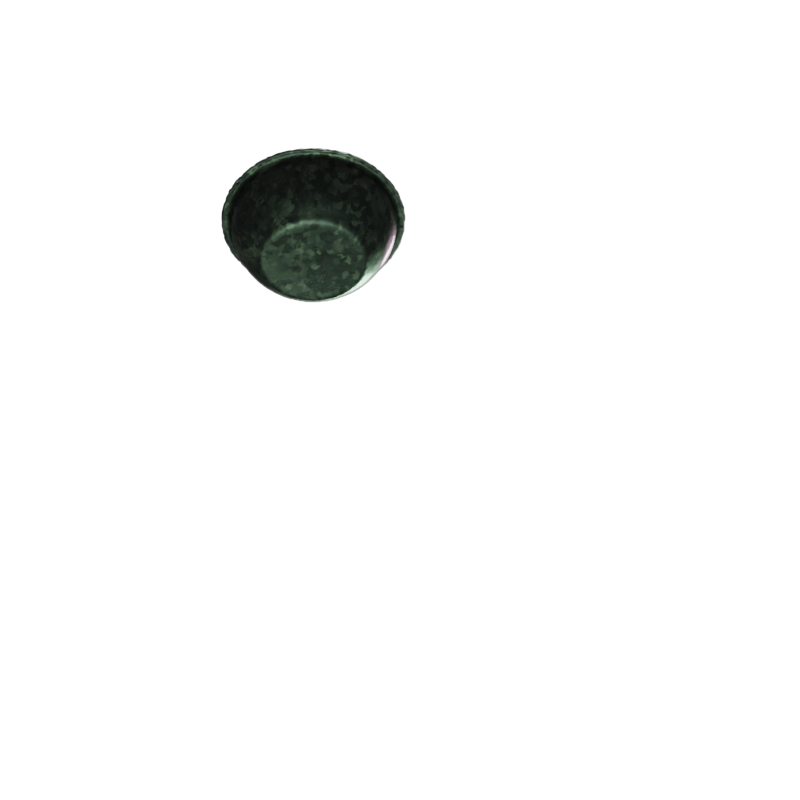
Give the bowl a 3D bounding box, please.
[{"bbox_3d":[-0.075,-0.137,0.956,0.162,0.151,0.059,1,44,-1],"label":"bowl"}]
